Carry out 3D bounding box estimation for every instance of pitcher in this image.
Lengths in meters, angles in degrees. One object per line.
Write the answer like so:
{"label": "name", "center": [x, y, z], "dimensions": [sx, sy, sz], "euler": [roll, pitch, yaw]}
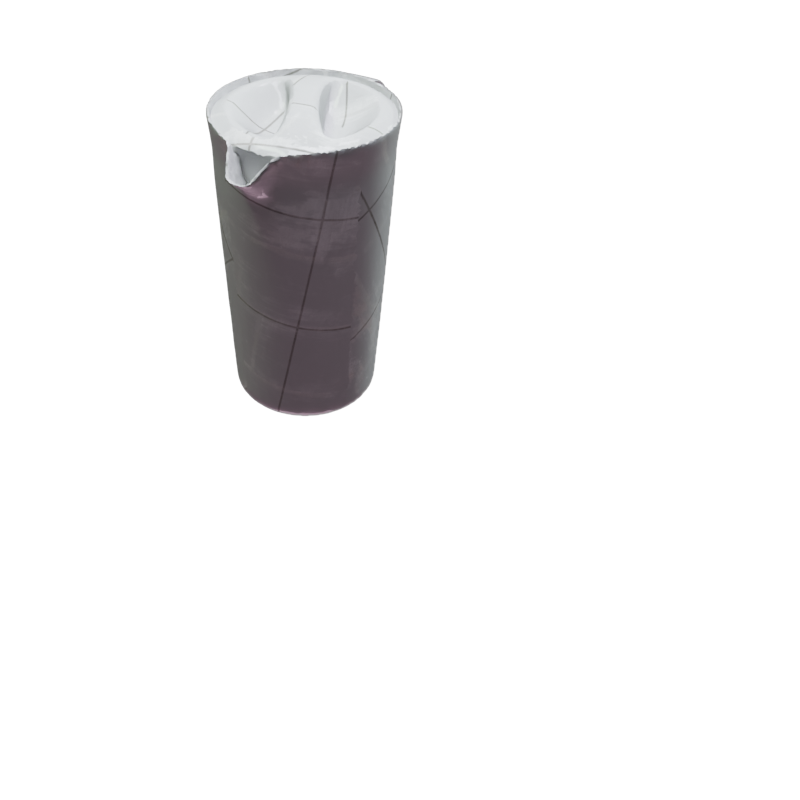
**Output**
{"label": "pitcher", "center": [-0.064, -0.117, 0.820], "dimensions": [0.147, 0.227, 0.157], "euler": [-9, 38, -15]}
